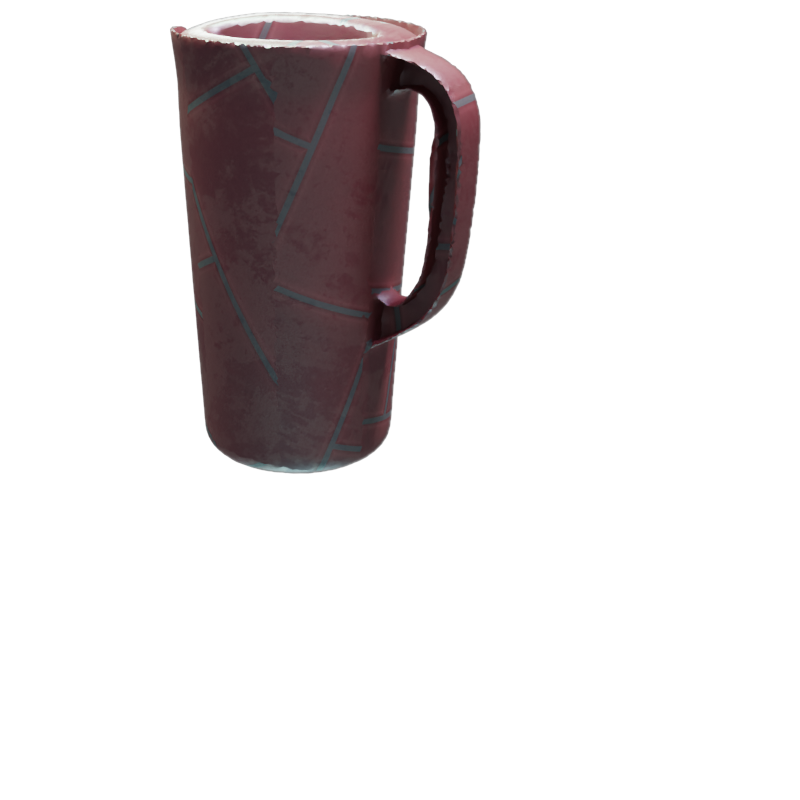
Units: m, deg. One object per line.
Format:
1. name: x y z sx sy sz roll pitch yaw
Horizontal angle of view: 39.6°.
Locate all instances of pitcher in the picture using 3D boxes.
1. pitcher: -0.047 -0.086 0.603 0.143 0.233 0.158 -3 21 -10
